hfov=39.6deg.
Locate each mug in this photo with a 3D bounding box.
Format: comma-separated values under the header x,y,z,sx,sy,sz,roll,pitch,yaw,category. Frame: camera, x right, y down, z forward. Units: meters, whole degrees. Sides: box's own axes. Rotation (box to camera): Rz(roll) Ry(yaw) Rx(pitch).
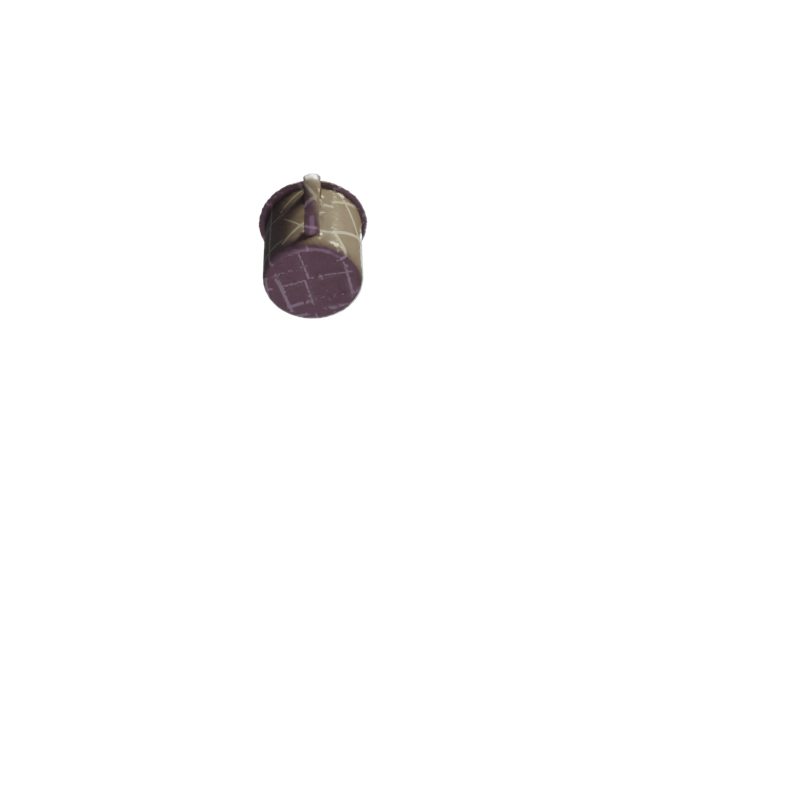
x,y,z,sx,sy,sz,roll,pitch,yaw,category
-0.072,-0.131,0.915,0.093,0.109,0.087,2,42,-4,mug
